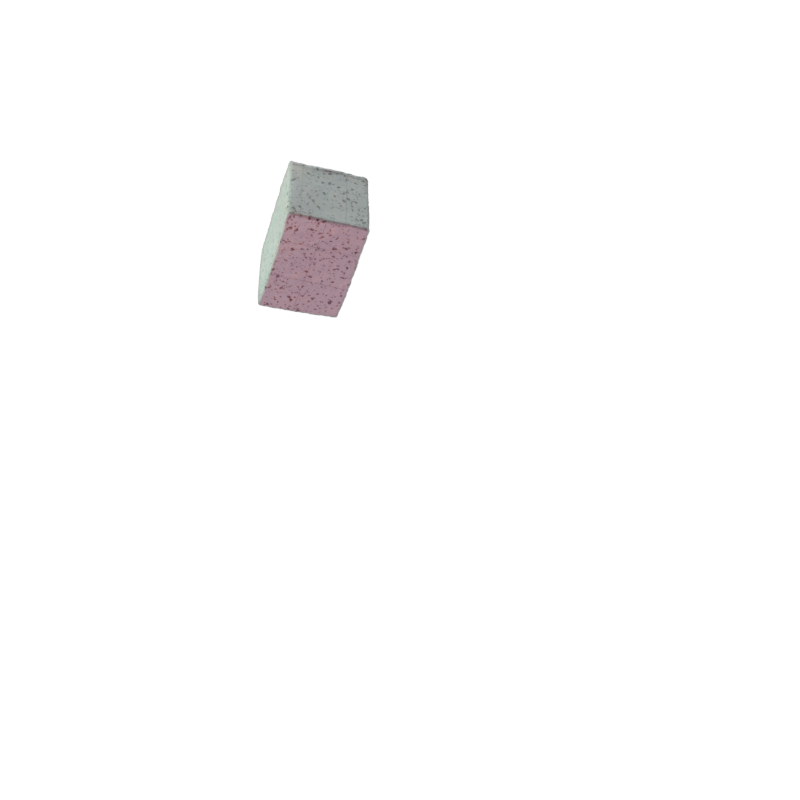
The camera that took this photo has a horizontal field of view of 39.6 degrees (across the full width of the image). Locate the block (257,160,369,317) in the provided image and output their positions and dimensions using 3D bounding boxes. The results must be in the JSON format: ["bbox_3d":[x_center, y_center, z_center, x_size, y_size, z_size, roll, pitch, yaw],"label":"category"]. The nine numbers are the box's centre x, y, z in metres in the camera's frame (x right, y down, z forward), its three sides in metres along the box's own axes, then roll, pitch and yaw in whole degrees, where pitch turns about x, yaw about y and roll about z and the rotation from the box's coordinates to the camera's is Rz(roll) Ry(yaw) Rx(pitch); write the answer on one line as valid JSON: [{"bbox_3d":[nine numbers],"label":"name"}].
[{"bbox_3d":[-0.054,-0.098,0.688,0.052,0.055,0.074,12,-47,-13],"label":"block"}]
